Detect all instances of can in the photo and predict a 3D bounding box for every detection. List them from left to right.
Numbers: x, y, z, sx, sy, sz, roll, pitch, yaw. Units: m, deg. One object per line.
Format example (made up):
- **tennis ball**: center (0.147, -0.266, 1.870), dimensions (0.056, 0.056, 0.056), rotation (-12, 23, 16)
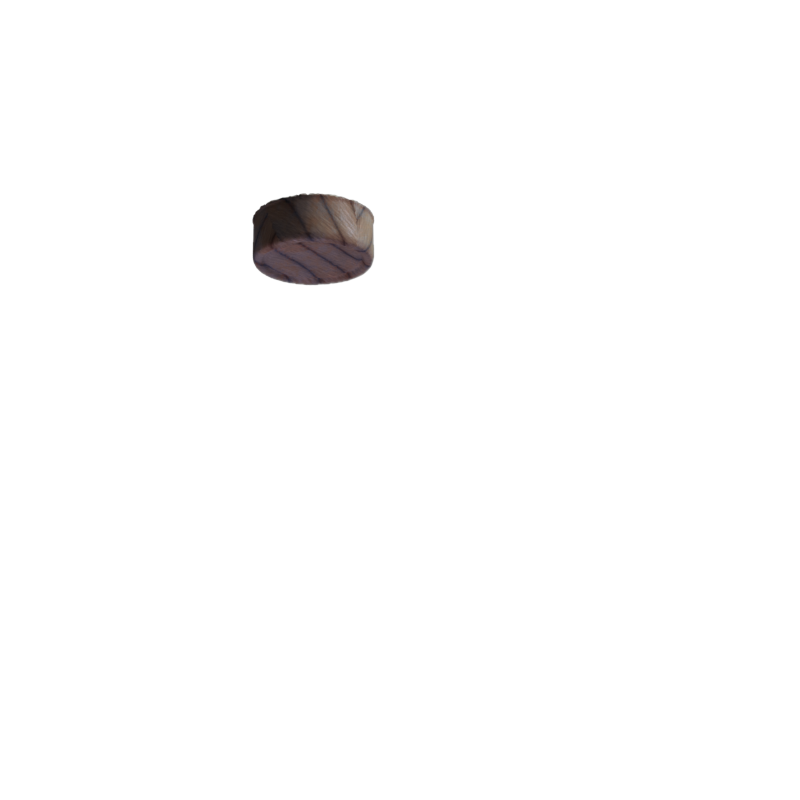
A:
- **can**: center (-0.061, -0.110, 0.774), dimensions (0.086, 0.035, 0.082), rotation (0, -18, -2)
